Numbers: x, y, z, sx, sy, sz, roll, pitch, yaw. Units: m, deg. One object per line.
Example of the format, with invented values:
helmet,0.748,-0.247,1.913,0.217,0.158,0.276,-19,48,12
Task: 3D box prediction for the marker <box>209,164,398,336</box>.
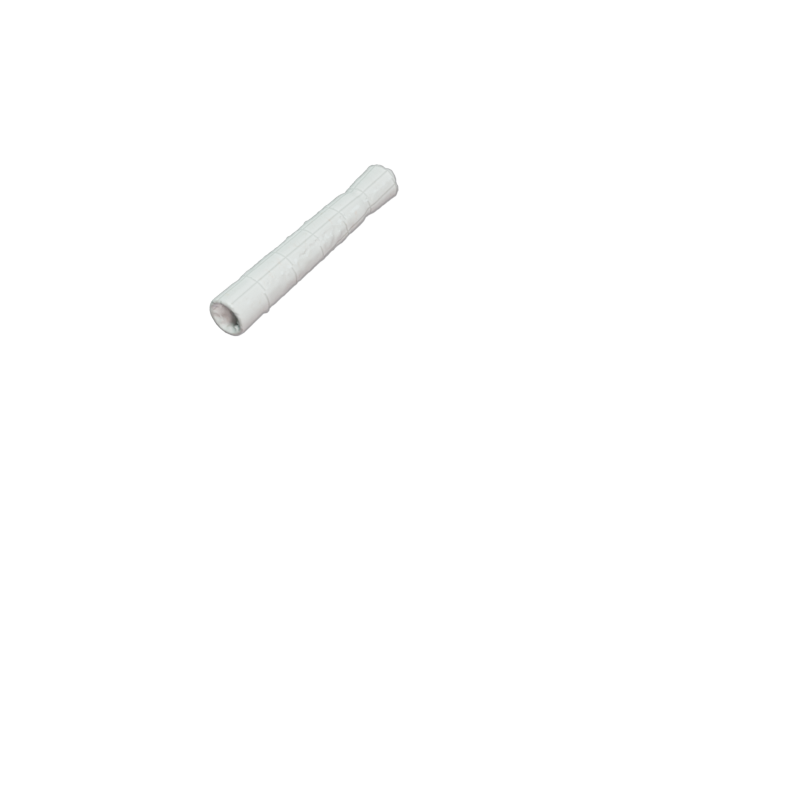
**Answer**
marker,-0.039,-0.070,0.493,0.021,0.019,0.123,3,38,41
